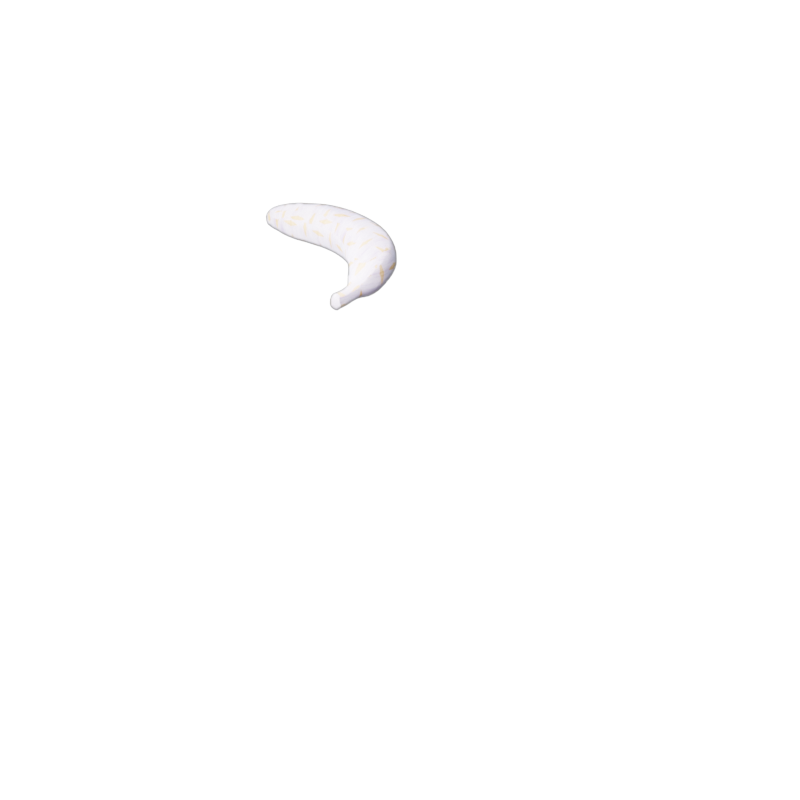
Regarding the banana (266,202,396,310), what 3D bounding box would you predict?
[{"bbox_3d":[-0.048,-0.122,0.855,0.068,0.035,0.211,-8,26,-17],"label":"banana"}]
